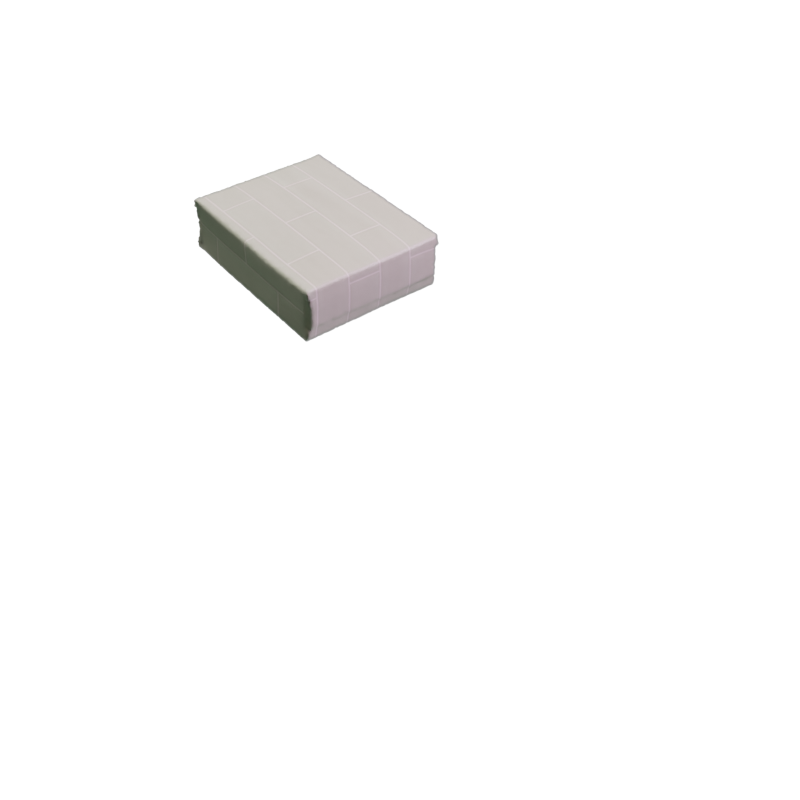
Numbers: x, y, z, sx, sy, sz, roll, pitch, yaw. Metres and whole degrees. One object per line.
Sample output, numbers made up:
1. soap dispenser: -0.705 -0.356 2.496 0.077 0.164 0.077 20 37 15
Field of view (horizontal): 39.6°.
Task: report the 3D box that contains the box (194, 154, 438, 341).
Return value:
1. box: -0.049 -0.089 0.623 0.089 0.036 0.122 -25 44 -30
